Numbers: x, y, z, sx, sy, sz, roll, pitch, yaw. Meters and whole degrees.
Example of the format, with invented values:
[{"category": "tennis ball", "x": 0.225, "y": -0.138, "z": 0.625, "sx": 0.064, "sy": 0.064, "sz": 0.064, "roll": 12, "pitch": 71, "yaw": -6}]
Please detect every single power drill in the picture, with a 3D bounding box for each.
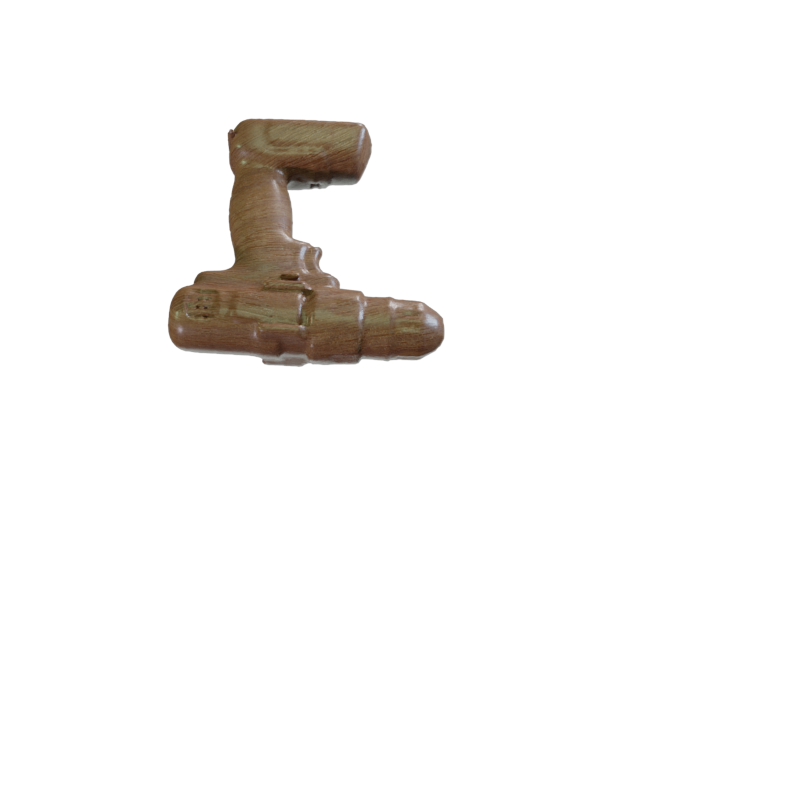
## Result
[{"category": "power drill", "x": -0.061, "y": -0.111, "z": 0.779, "sx": 0.185, "sy": 0.200, "sz": 0.054, "roll": 3, "pitch": -34, "yaw": 1}]
